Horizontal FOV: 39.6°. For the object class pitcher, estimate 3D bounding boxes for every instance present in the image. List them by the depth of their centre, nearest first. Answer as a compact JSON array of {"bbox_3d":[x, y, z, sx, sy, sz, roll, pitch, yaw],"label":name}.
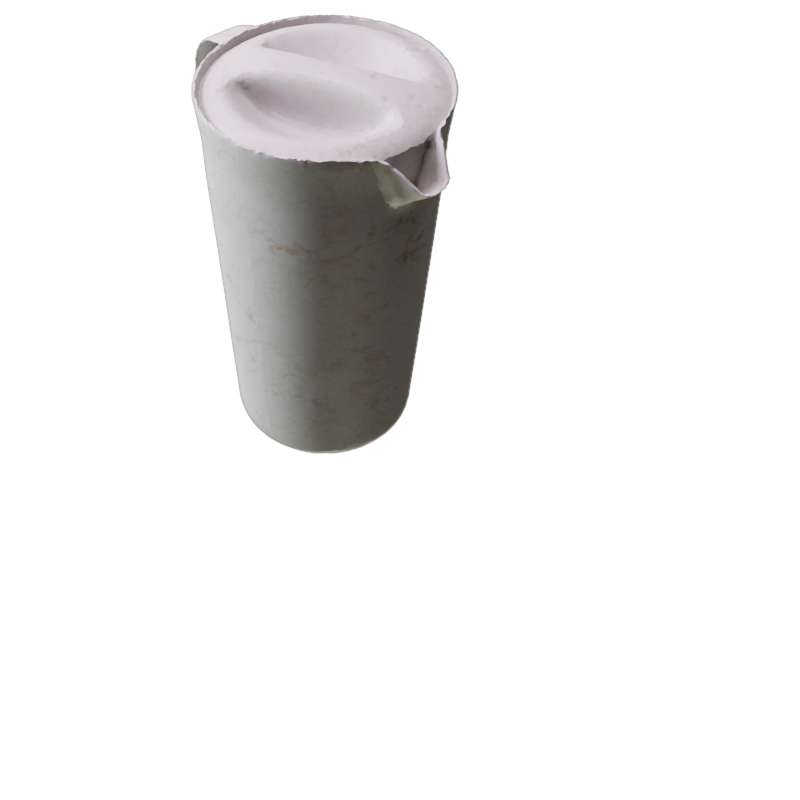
[{"bbox_3d":[-0.050,-0.090,0.633,0.145,0.159,0.226,4,-45,0],"label":"pitcher"}]
